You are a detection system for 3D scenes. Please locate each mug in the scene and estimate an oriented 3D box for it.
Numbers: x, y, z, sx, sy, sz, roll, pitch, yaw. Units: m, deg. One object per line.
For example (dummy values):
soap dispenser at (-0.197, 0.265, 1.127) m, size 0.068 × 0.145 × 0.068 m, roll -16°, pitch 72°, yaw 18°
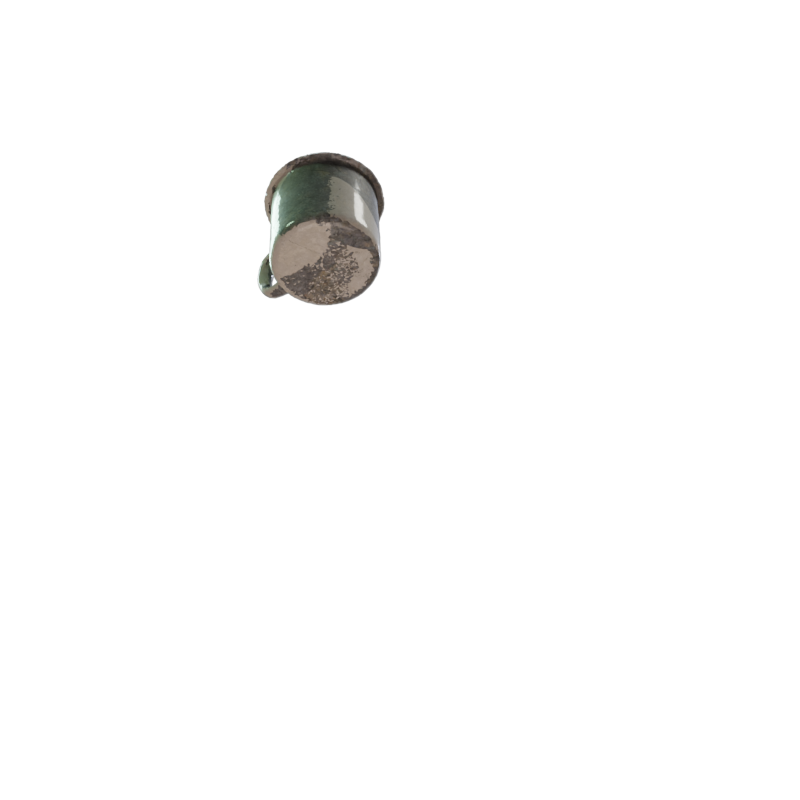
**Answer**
mug at (-0.065, -0.119, 0.835) m, size 0.116 × 0.087 × 0.088 m, roll -35°, pitch -58°, yaw 24°
